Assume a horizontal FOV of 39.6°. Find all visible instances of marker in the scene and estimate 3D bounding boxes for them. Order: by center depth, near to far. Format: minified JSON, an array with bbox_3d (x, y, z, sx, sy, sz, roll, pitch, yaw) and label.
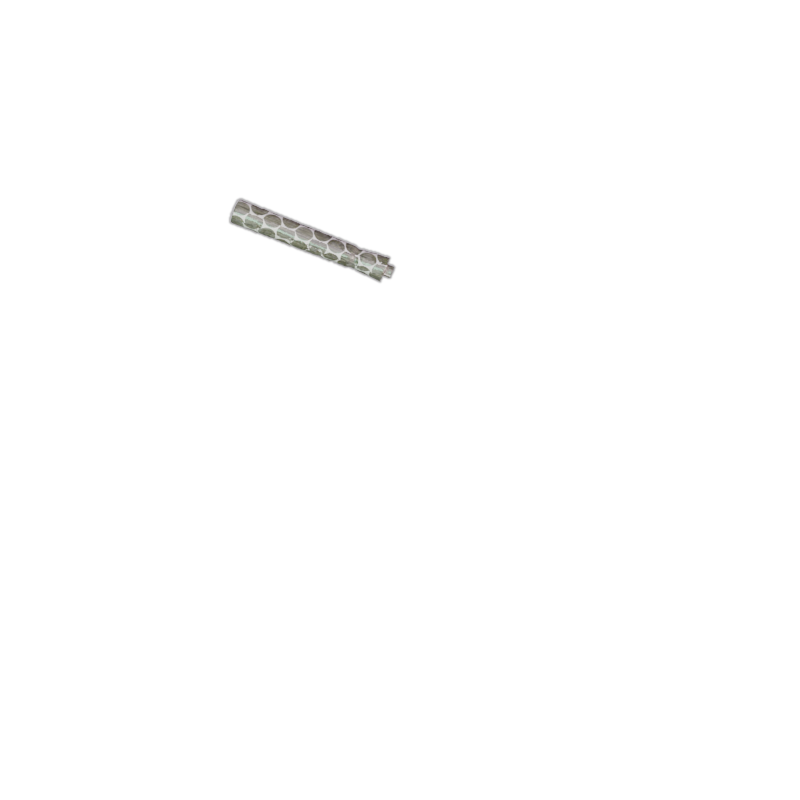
[{"bbox_3d":[-0.062,-0.112,0.786,0.122,0.020,0.020,22,5,4],"label":"marker"}]
